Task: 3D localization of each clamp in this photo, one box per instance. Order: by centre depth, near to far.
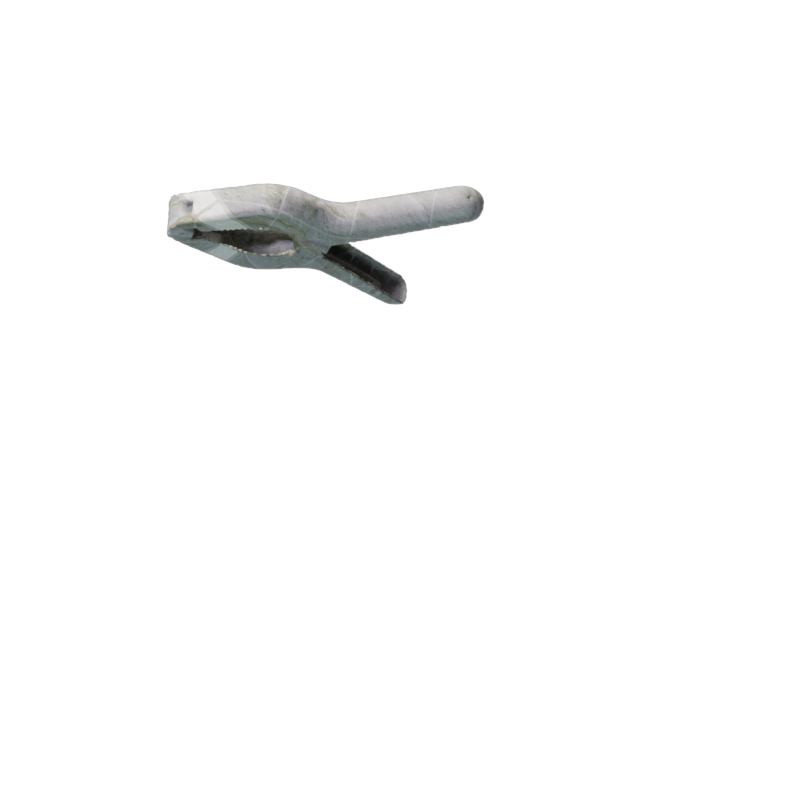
[{"bbox_3d":[-0.063,-0.114,0.799,0.207,0.038,0.158,4,-22,-9],"label":"clamp"}]
